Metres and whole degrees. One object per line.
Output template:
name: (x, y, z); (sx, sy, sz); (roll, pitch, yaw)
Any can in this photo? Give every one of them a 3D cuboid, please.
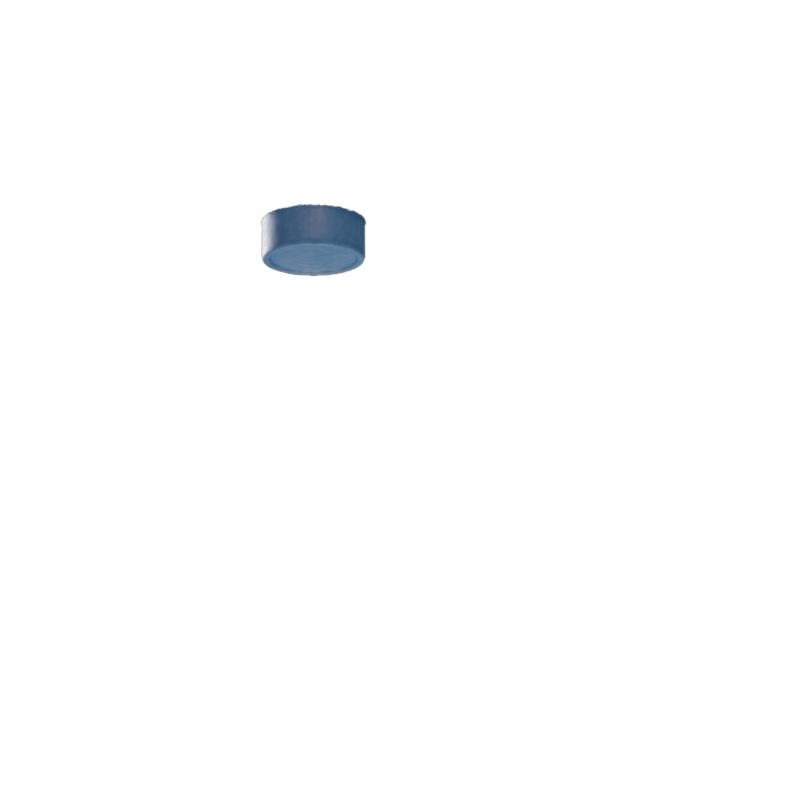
can: (-0.070, -0.128, 0.899); (0.086, 0.035, 0.083); (0, -13, -2)
